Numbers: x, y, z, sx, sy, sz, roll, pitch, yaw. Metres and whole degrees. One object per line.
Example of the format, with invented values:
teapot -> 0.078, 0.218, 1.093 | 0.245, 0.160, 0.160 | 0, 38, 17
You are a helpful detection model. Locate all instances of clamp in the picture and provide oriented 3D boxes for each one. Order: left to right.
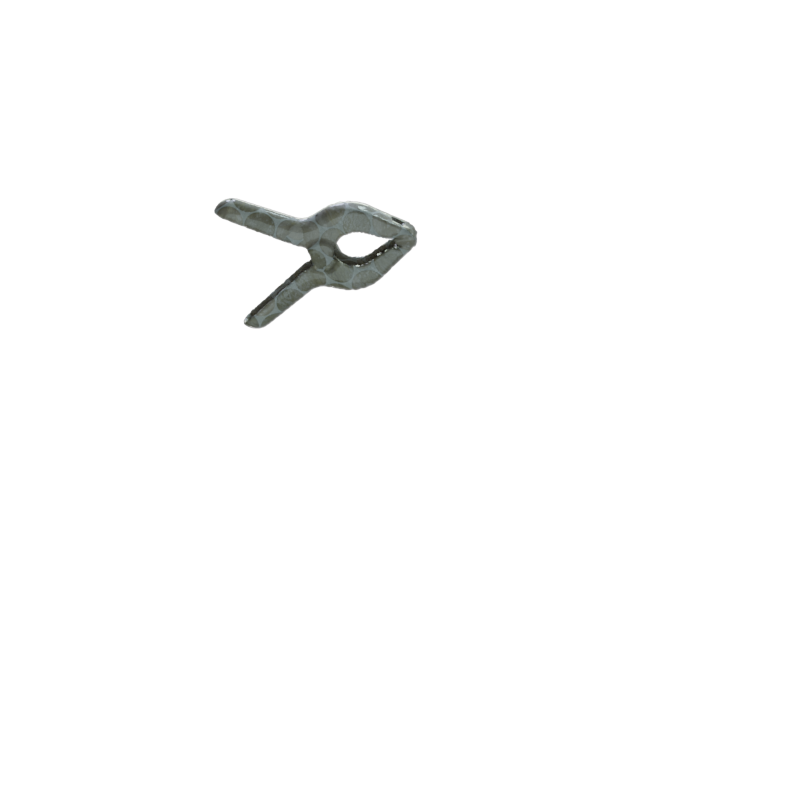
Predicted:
clamp -> -0.075, -0.136, 0.952 | 0.172, 0.113, 0.042 | -18, 27, 9
